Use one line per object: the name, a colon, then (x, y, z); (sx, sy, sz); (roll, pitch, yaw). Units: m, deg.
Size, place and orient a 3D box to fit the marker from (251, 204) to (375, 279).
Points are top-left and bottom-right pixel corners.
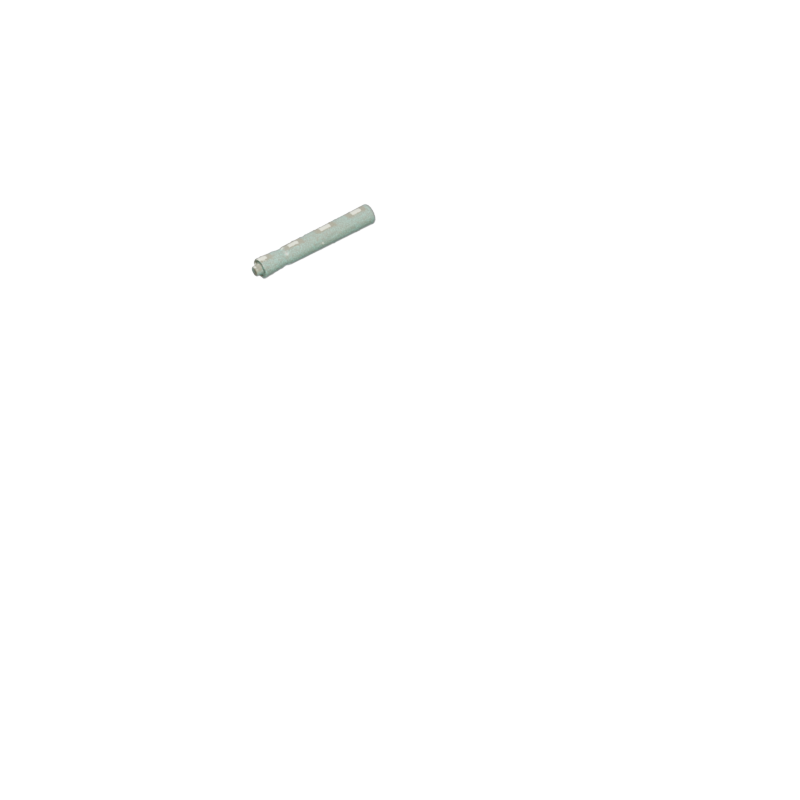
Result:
marker: (-0.074, -0.135, 0.948); (0.121, 0.019, 0.020); (-31, 18, -24)
